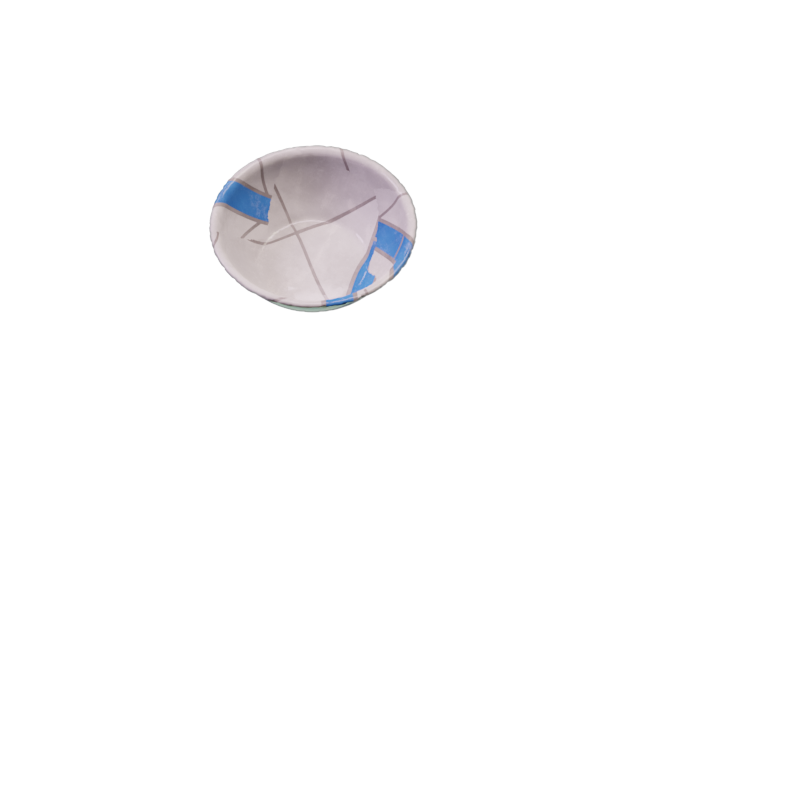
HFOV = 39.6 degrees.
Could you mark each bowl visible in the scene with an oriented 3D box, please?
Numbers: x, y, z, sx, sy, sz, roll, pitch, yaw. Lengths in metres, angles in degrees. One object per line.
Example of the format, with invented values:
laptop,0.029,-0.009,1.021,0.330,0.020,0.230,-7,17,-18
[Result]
bowl,-0.069,-0.125,0.879,0.162,0.174,0.051,-1,-35,-1
